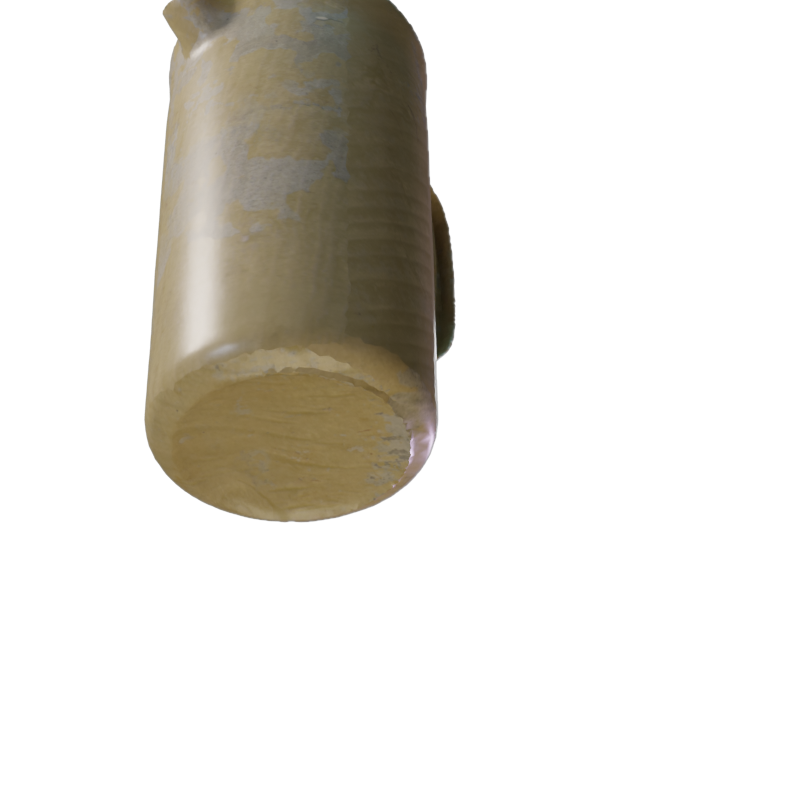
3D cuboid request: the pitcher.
[{"bbox_3d":[-0.039,-0.070,0.494,0.148,0.261,0.135,1,-44,-4],"label":"pitcher"}]
